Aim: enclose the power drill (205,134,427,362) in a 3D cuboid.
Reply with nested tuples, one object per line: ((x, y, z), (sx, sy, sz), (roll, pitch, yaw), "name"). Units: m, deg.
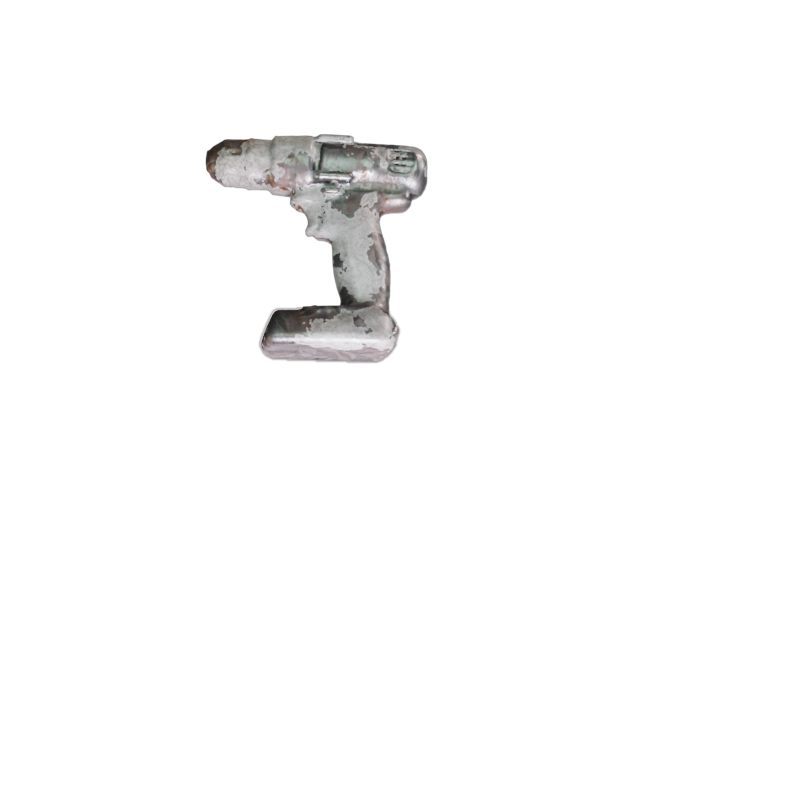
((-0.070, -0.128, 0.894), (0.184, 0.197, 0.055), (2, -21, 0), "power drill")
